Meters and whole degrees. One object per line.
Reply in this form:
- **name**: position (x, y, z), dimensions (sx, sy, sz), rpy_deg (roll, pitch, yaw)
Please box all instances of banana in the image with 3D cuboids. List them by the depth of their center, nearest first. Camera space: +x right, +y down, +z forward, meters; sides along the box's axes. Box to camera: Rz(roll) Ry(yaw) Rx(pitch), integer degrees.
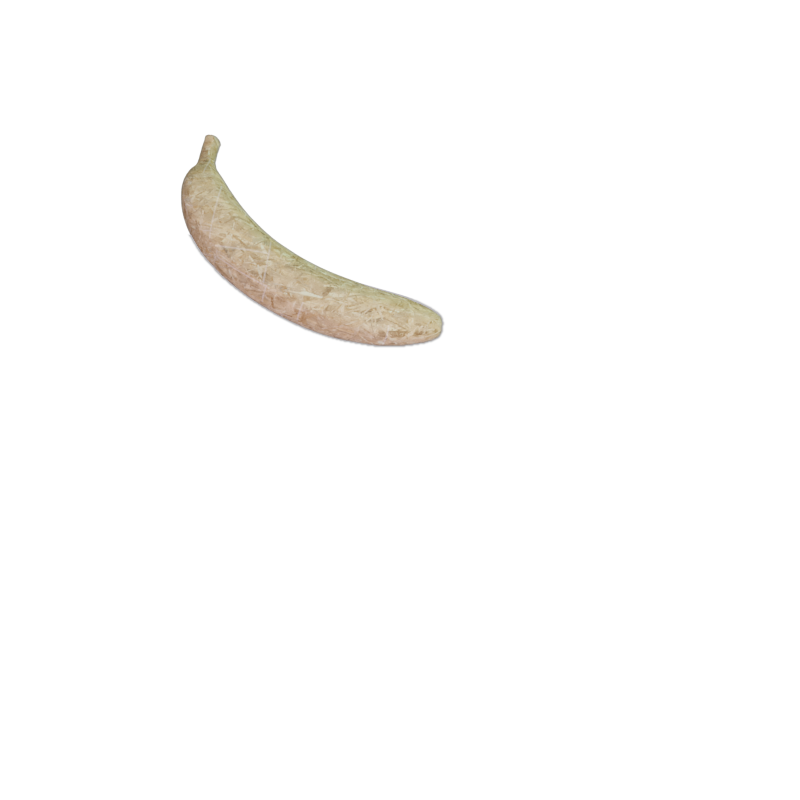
- **banana**: position (-0.068, -0.085, 0.672), dimensions (0.204, 0.070, 0.035), rpy_deg (40, -15, 13)
